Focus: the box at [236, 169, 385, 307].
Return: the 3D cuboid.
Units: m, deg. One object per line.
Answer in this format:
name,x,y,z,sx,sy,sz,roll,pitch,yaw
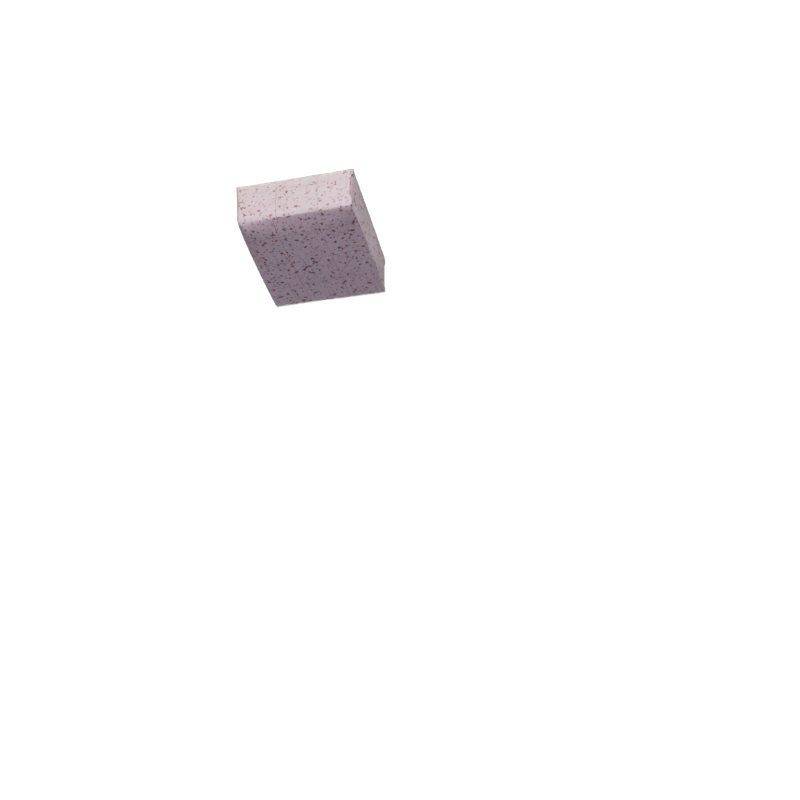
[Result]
box,-0.065,-0.119,0.834,0.091,0.042,0.105,-7,-33,11
